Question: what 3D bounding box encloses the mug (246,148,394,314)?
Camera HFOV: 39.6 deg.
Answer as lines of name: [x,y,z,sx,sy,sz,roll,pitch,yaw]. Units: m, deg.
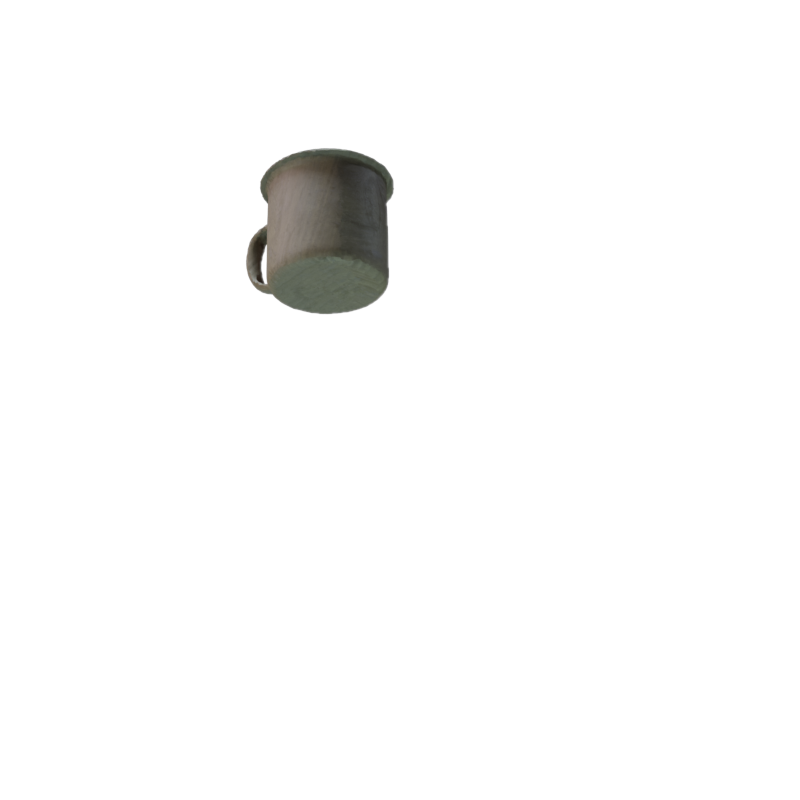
mug: [-0.059,-0.108,0.757,0.118,0.087,0.087,-17,-31,30]
